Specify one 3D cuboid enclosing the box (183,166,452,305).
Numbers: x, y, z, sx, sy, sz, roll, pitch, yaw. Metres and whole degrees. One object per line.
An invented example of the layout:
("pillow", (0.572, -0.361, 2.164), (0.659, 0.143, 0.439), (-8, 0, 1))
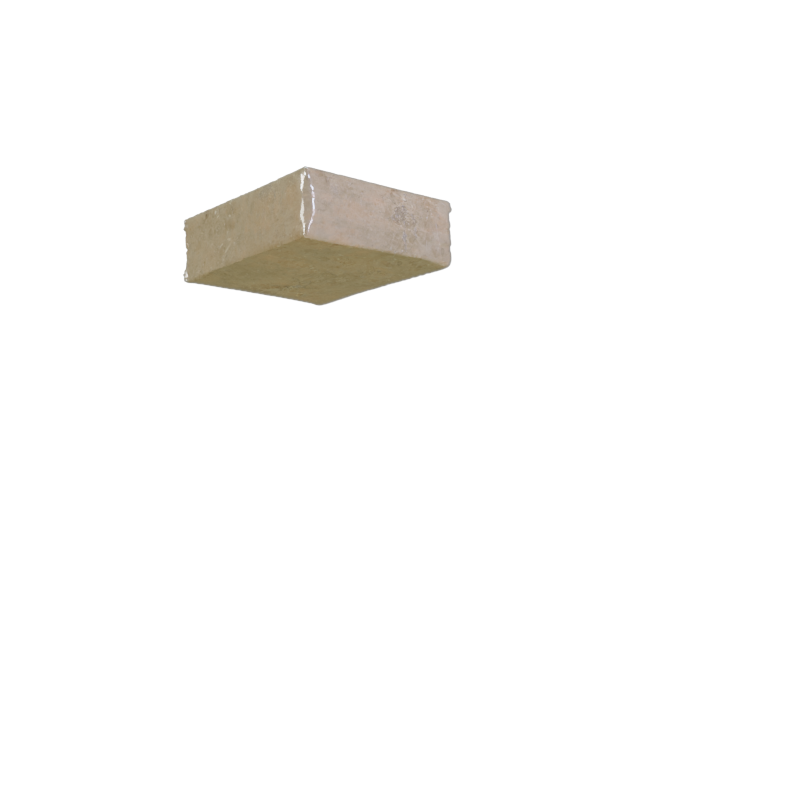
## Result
("box", (-0.044, -0.080, 0.559), (0.085, 0.040, 0.115), (9, -14, -38))
